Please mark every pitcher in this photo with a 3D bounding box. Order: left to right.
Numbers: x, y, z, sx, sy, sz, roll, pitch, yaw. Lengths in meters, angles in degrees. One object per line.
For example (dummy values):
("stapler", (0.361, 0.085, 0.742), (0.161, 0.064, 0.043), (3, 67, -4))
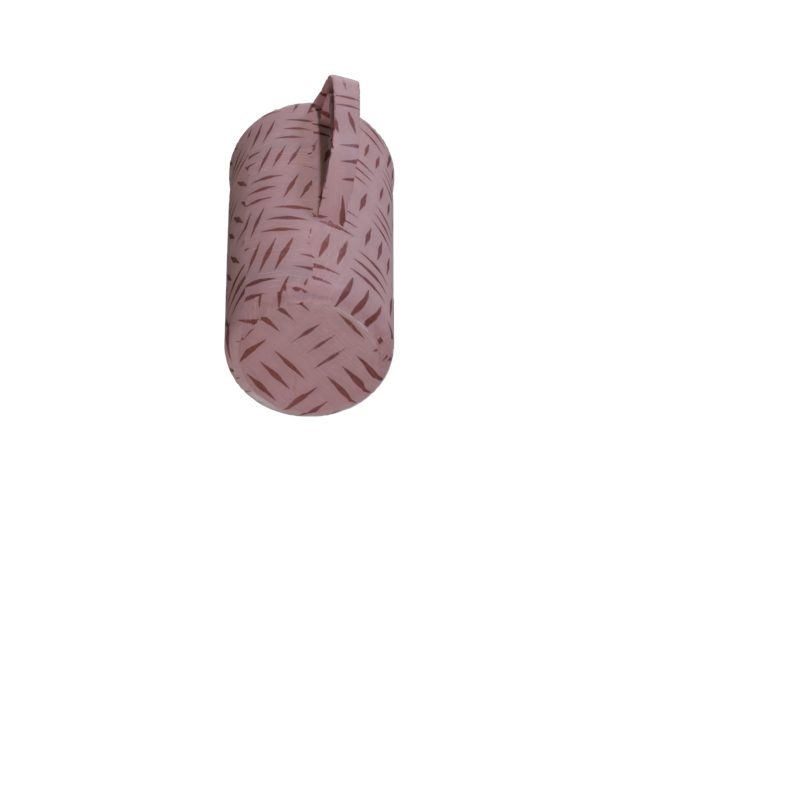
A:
("pitcher", (-0.062, -0.113, 0.789), (0.145, 0.139, 0.260), (-24, 34, 14))
